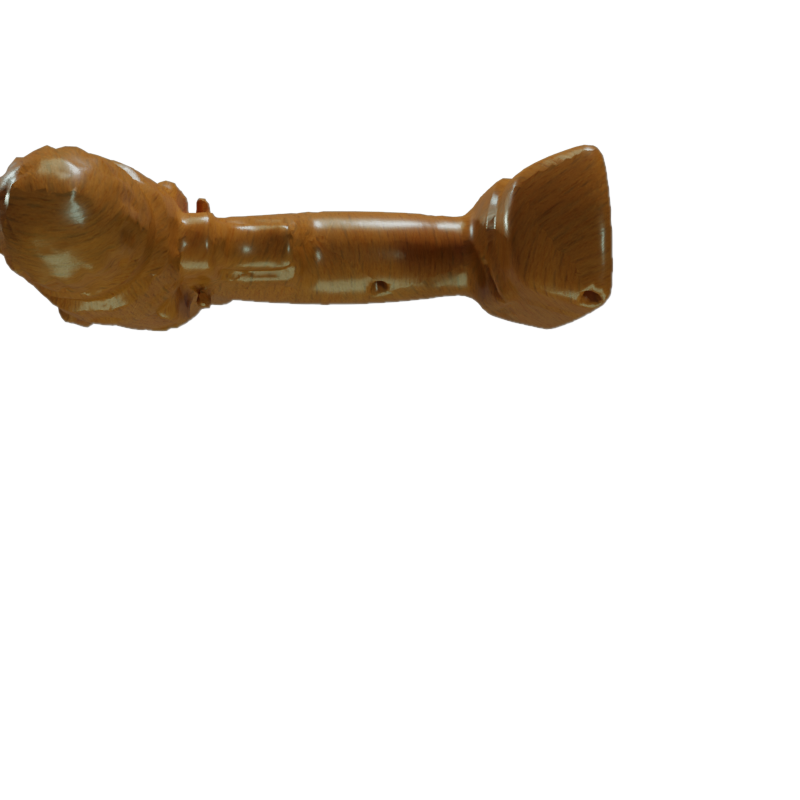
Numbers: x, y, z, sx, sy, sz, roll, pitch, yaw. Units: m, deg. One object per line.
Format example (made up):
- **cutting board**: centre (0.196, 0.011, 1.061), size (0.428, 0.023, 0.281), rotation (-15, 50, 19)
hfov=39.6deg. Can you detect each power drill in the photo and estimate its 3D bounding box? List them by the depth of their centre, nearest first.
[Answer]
- **power drill**: centre (-0.030, -0.054, 0.377), size (0.188, 0.058, 0.183), rotation (0, 1, 0)
